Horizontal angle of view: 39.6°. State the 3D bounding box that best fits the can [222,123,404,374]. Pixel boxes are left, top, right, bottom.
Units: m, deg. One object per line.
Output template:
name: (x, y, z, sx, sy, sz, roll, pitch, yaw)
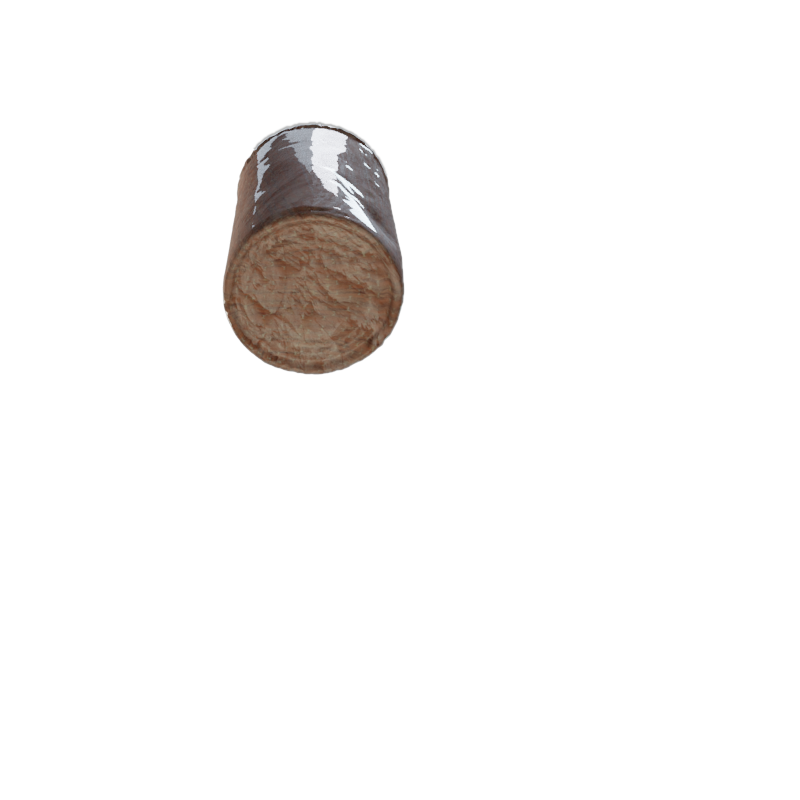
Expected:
can: (-0.035, -0.064, 0.449, 0.068, 0.065, 0.108, 0, 29, -3)
